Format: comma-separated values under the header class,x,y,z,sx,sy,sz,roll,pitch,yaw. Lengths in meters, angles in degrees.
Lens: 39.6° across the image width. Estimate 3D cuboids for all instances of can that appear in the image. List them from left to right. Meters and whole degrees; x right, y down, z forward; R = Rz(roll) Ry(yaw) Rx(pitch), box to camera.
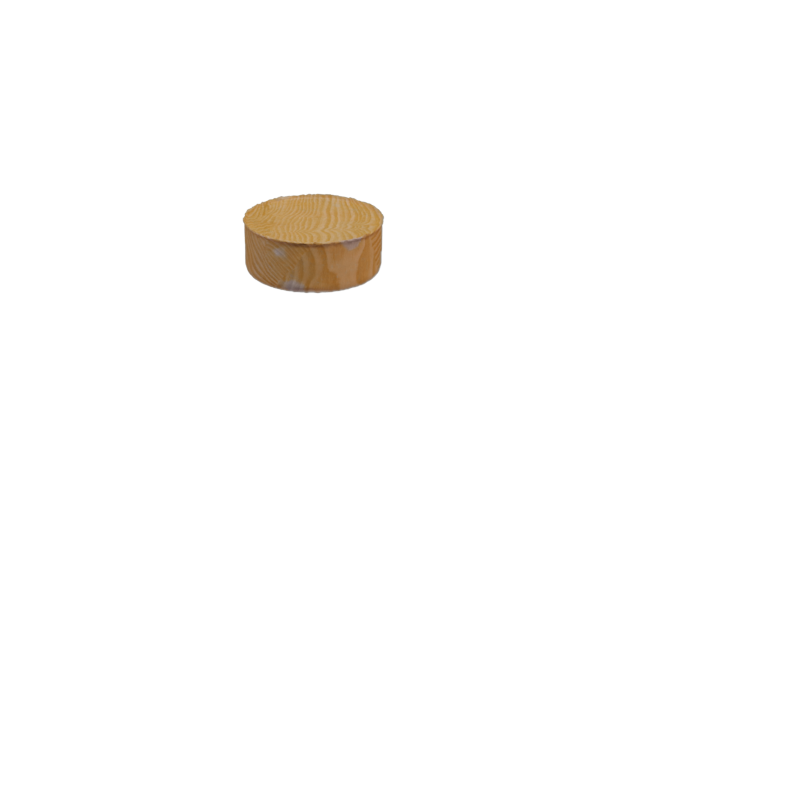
class,x,y,z,sx,sy,sz,roll,pitch,yaw
can,-0.053,-0.097,0.681,0.086,0.032,0.091,-1,28,-2
